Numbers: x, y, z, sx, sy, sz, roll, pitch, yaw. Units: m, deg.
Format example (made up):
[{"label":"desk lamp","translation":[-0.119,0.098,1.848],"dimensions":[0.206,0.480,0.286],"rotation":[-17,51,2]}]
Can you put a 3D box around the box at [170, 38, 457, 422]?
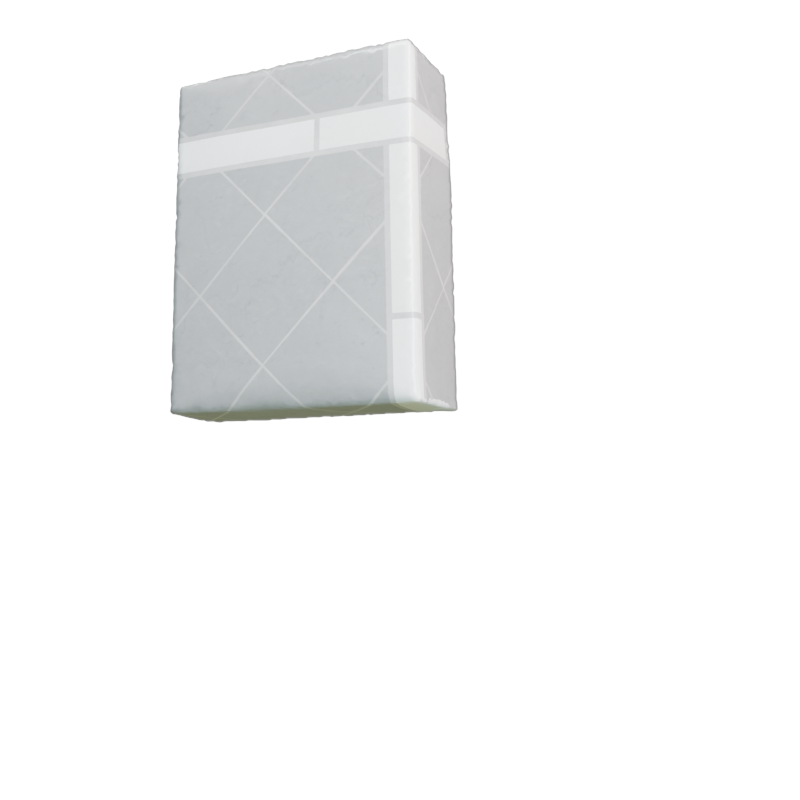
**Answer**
[{"label":"box","translation":[-0.054,-0.098,0.684],"dimensions":[0.168,0.221,0.068],"rotation":[-6,-15,25]}]
